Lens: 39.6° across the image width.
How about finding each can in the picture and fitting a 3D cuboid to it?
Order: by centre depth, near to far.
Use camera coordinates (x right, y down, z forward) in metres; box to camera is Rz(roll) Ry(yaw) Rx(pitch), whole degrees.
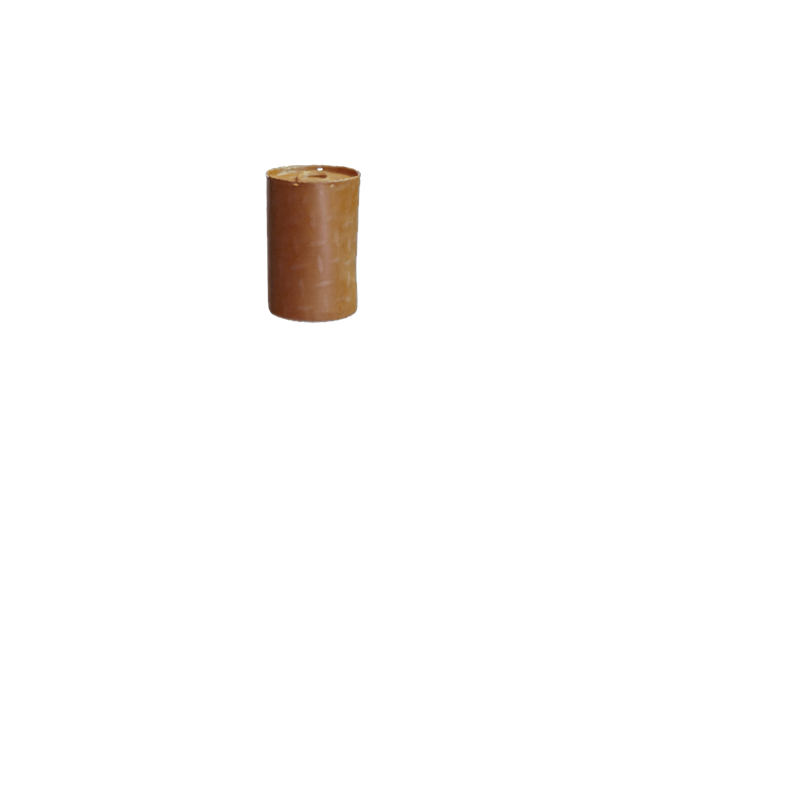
[{"bbox_3d":[-0.063,-0.114,0.799,0.068,0.099,0.071,0,17,-2],"label":"can"}]
